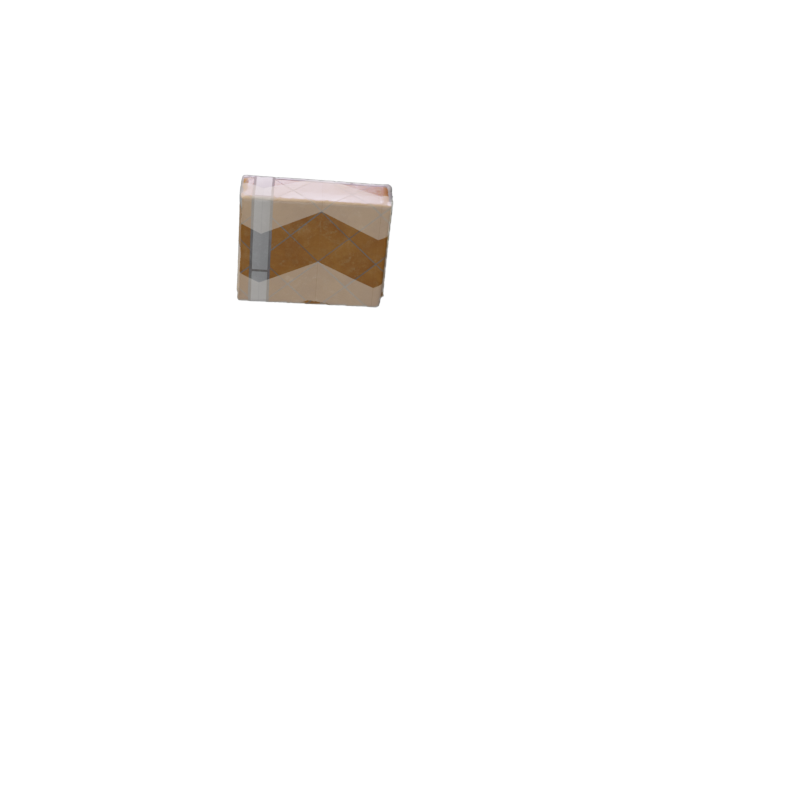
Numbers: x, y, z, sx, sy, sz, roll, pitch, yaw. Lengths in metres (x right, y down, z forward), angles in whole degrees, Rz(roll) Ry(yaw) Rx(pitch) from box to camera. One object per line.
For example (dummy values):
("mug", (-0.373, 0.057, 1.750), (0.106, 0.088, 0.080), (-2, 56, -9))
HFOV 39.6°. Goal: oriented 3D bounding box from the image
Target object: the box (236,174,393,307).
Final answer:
("box", (-0.051, -0.094, 0.659), (0.089, 0.069, 0.032), (3, 36, -3))
